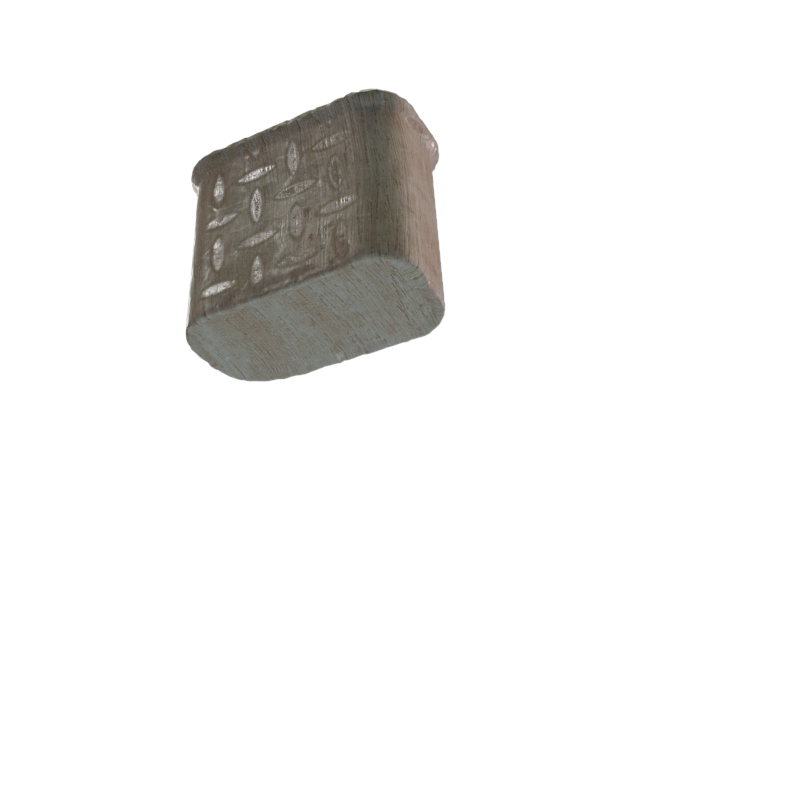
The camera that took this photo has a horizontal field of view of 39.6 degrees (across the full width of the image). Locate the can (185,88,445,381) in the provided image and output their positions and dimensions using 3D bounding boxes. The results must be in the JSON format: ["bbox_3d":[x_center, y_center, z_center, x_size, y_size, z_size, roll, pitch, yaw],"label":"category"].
[{"bbox_3d":[-0.034,-0.062,0.434,0.103,0.090,0.053,-18,-40,21],"label":"can"}]
